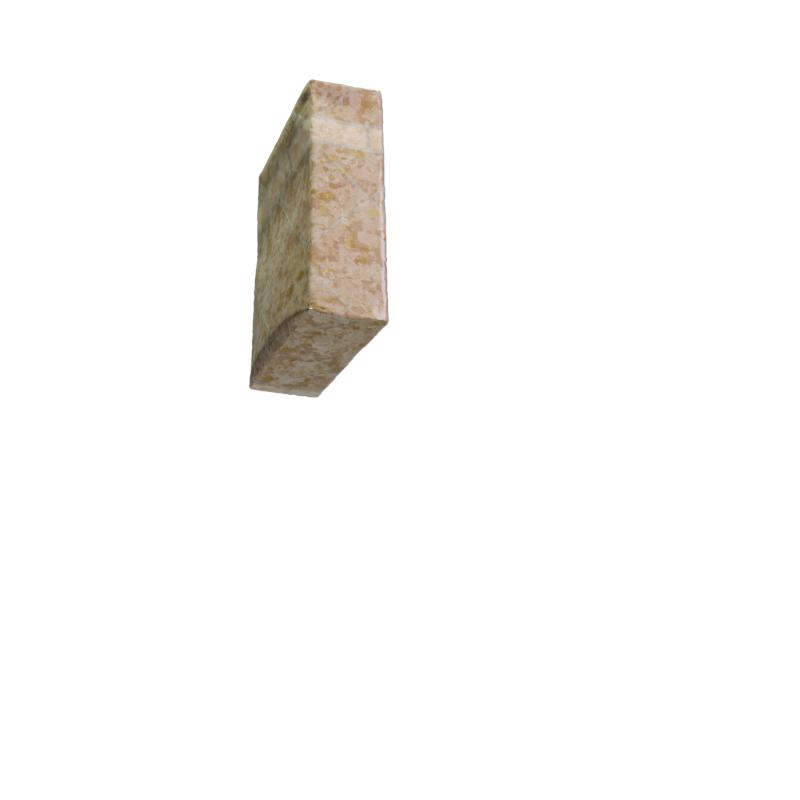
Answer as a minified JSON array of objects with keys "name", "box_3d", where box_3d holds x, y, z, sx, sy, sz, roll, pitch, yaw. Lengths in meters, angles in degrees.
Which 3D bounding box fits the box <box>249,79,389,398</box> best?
[{"name":"box","box_3d":[-0.072,-0.131,0.920,0.070,0.227,0.160,9,-27,-20]}]
